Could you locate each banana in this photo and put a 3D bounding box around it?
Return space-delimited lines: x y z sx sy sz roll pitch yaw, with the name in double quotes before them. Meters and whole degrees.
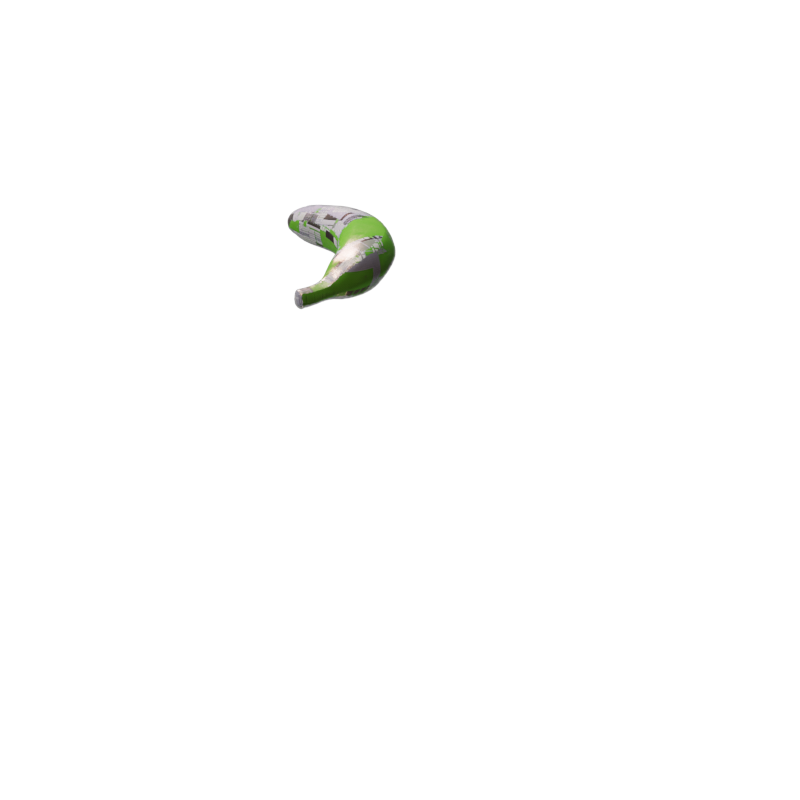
"banana" -0.041 -0.107 0.757 0.069 0.035 0.207 -2 21 -6
